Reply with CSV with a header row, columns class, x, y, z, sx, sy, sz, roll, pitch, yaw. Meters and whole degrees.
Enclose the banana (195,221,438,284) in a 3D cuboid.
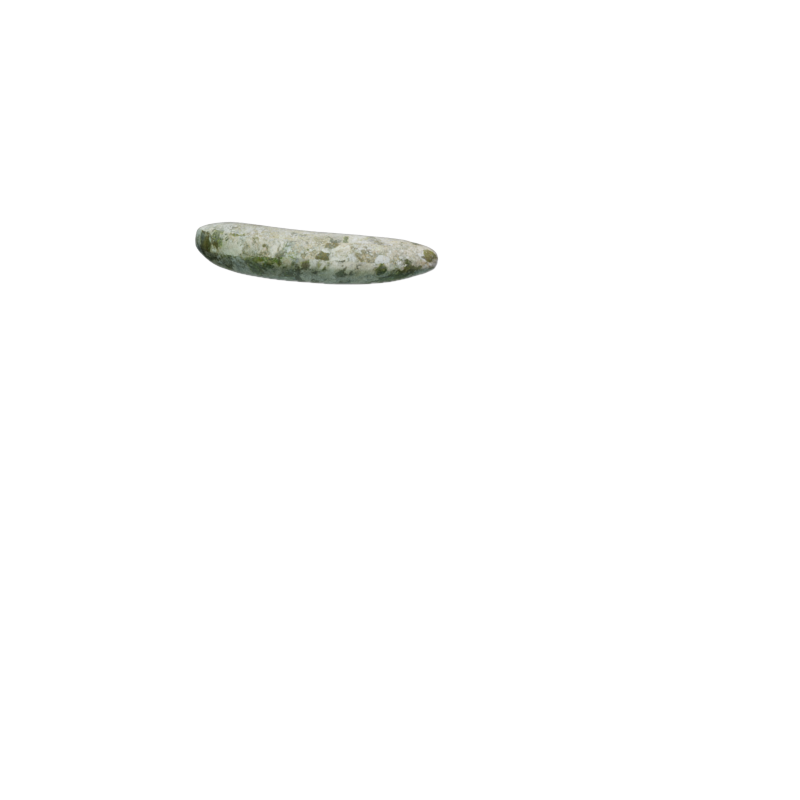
class,x,y,z,sx,sy,sz,roll,pitch,yaw
banana,-0.075,-0.112,0.821,0.204,0.035,0.071,10,28,19
